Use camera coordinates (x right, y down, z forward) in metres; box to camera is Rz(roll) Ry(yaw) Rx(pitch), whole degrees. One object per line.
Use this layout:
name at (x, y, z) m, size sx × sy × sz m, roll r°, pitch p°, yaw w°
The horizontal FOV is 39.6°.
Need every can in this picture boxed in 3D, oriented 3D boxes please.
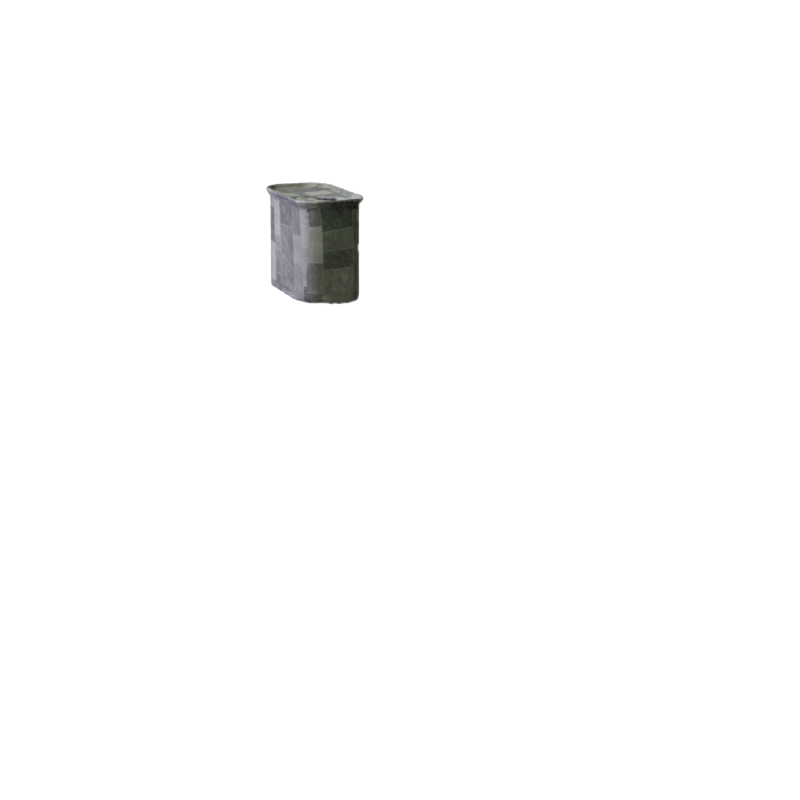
can at (-0.071, -0.129, 0.902) m, size 0.056 × 0.081 × 0.108 m, roll -5°, pitch 17°, yaw -23°
